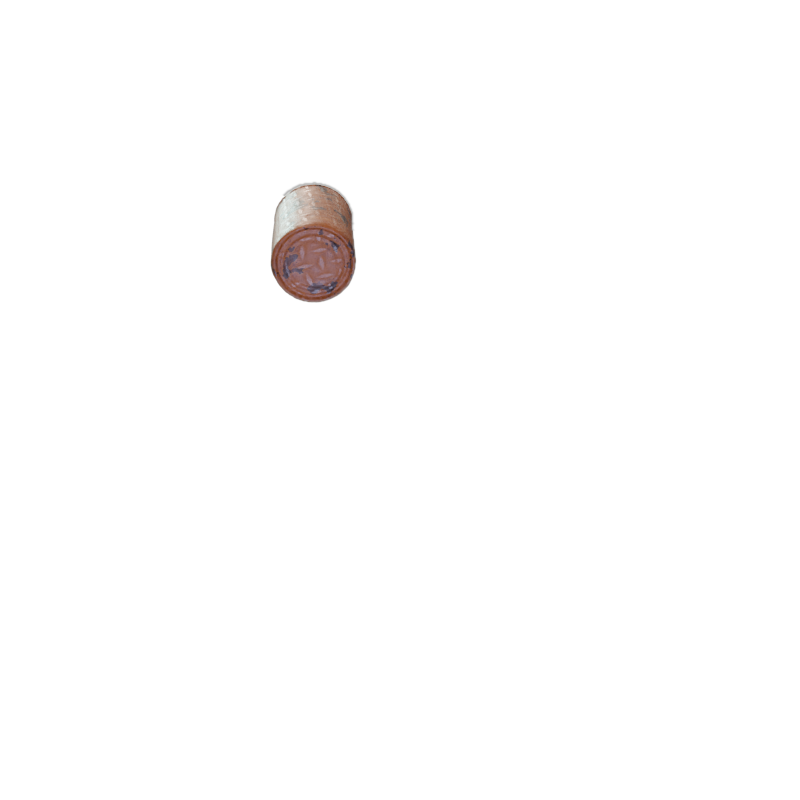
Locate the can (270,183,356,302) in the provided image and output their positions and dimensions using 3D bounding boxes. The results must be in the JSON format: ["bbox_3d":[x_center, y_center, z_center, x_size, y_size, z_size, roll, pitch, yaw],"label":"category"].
[{"bbox_3d":[-0.071,-0.130,0.907,0.068,0.065,0.108,0,26,-3],"label":"can"}]
